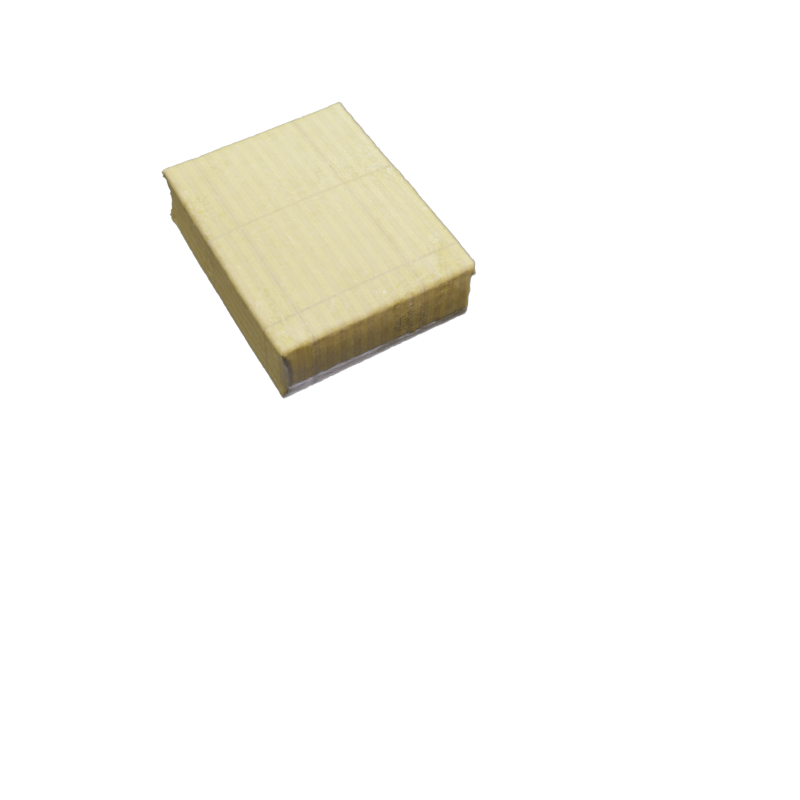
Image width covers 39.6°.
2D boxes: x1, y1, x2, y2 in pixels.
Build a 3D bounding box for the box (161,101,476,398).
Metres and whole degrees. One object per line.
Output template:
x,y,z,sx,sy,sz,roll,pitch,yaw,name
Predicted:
-0.037,-0.067,0.470,0.089,0.122,0.036,-25,-35,-19,box
